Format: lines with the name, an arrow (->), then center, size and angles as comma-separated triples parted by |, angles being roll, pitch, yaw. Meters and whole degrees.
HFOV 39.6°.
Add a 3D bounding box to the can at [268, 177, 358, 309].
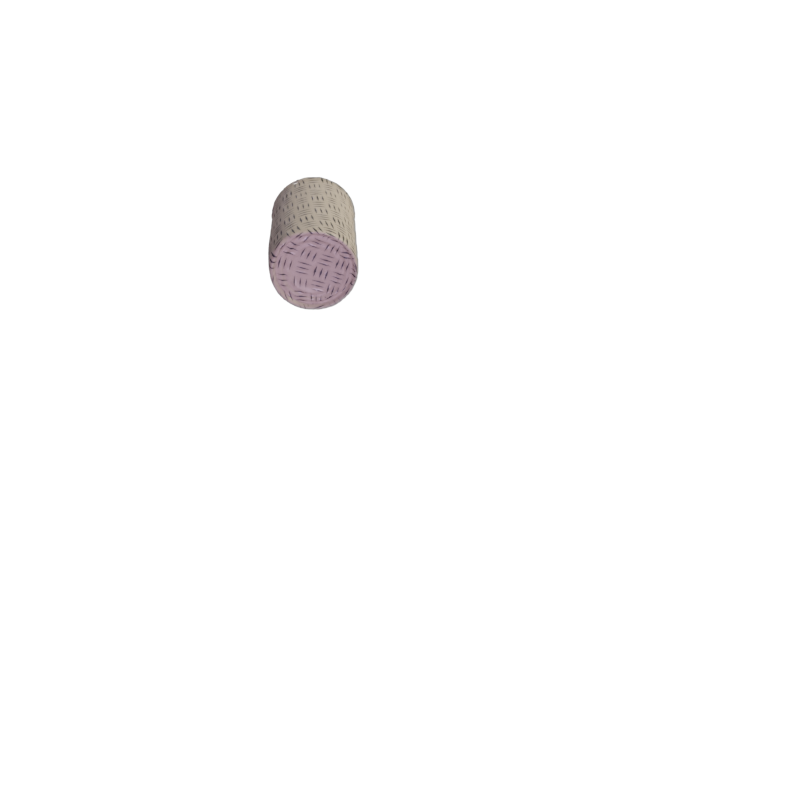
can -> -0.067, -0.122, 0.857 | 0.068, 0.065, 0.109 | 0, 30, -3
